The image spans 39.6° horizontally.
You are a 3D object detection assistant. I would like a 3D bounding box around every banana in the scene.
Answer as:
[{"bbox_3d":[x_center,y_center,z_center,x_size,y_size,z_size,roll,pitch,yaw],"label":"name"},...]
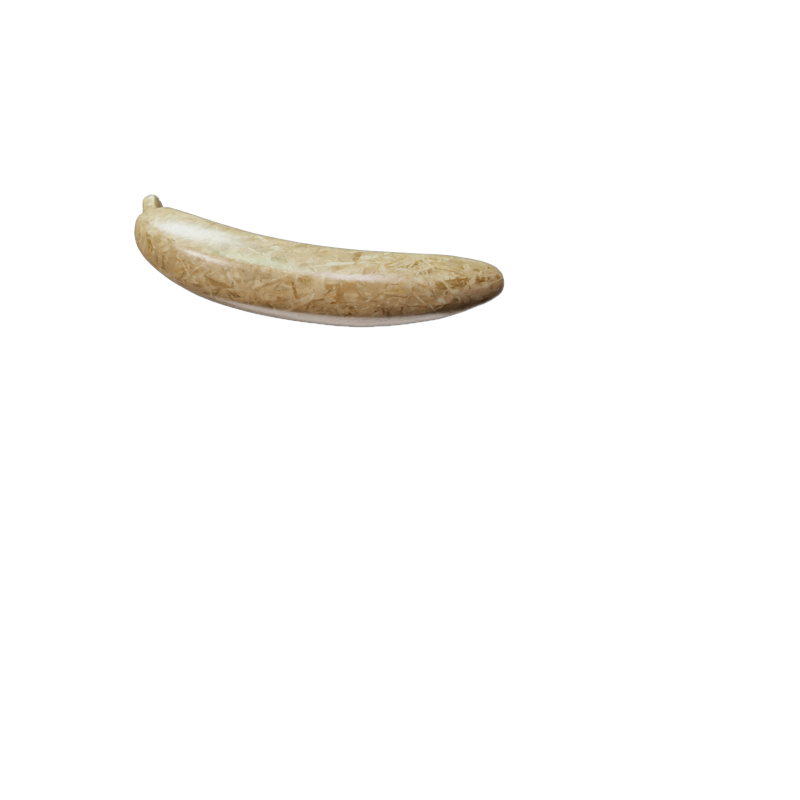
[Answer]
[{"bbox_3d":[-0.052,-0.067,0.536,0.204,0.034,0.072,16,45,16],"label":"banana"}]
